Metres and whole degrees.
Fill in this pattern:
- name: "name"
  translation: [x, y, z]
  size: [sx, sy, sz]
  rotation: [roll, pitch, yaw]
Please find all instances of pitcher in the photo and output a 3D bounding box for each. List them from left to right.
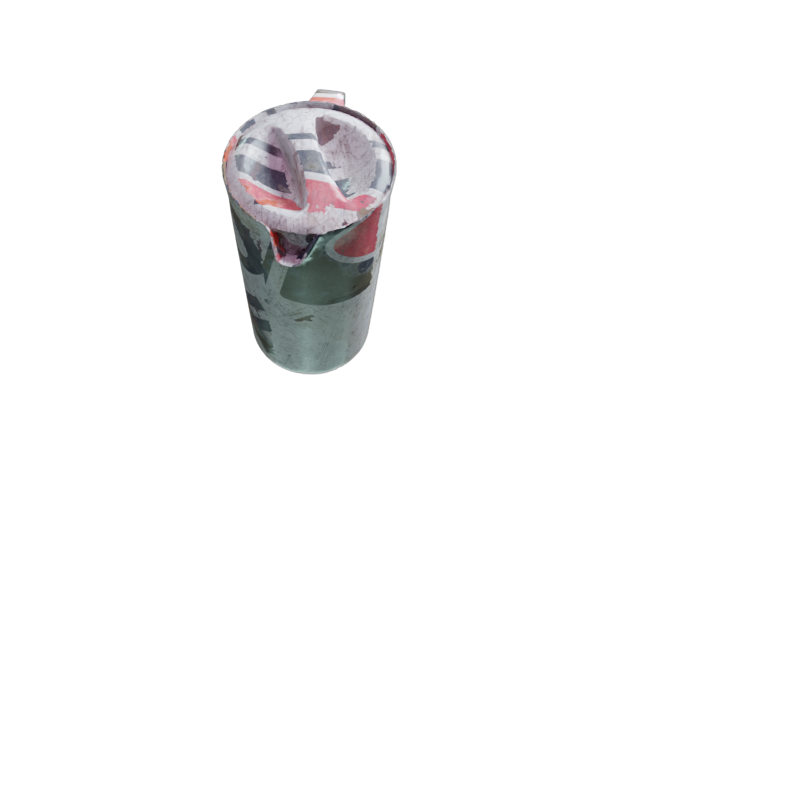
- name: "pitcher"
  translation: [-0.074, -0.134, 0.941]
  size: [0.149, 0.154, 0.228]
  rotation: [-32, -25, -20]
